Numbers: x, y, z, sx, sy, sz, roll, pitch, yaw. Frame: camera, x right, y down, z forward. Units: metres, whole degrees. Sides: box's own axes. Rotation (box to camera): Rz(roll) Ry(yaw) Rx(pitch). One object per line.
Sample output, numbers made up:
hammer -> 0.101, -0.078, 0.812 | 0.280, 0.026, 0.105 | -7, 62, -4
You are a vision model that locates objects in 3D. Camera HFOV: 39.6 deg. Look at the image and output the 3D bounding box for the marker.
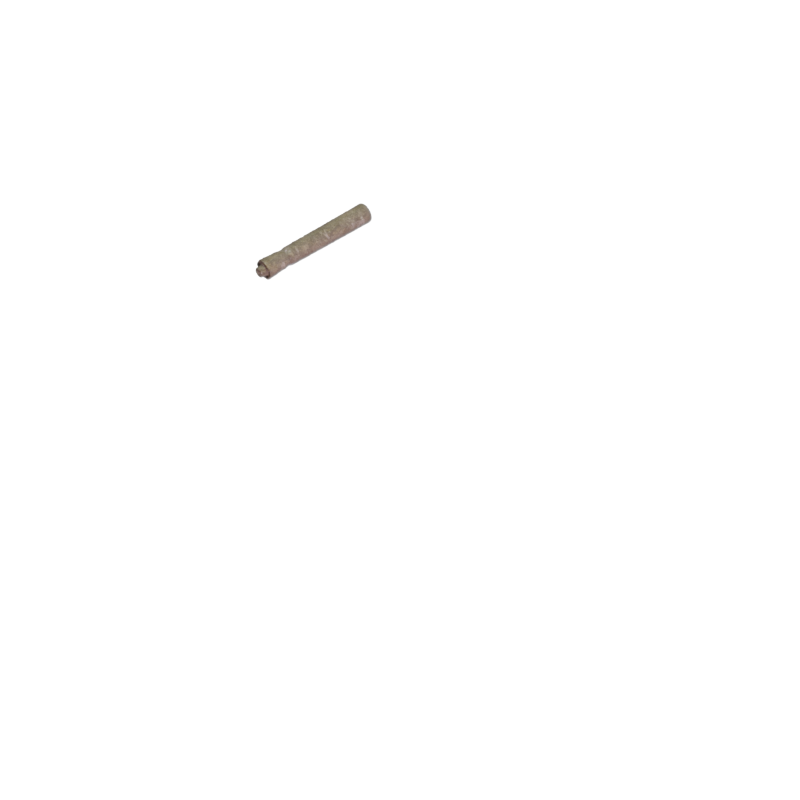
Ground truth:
marker -> -0.076, -0.139, 0.972 | 0.121, 0.019, 0.020 | -34, 21, -27
